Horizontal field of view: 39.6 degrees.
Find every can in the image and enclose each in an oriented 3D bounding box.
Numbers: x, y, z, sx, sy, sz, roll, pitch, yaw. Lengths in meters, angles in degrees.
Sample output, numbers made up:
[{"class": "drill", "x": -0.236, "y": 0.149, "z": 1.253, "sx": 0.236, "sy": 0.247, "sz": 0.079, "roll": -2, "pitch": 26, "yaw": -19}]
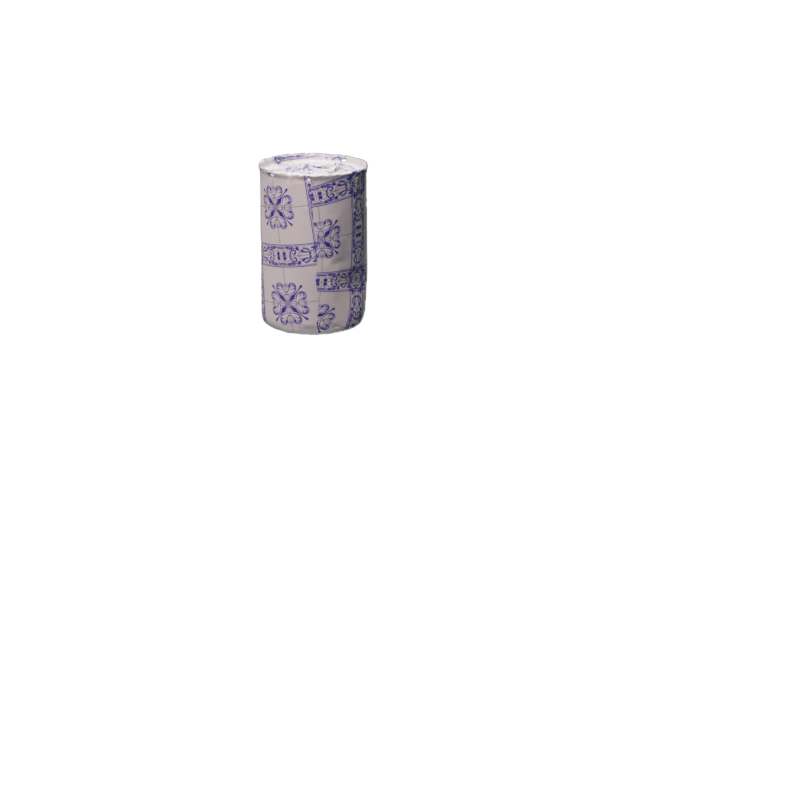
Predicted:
[{"class": "can", "x": -0.055, "y": -0.100, "z": 0.701, "sx": 0.068, "sy": 0.098, "sz": 0.071, "roll": 0, "pitch": 19, "yaw": -2}]
